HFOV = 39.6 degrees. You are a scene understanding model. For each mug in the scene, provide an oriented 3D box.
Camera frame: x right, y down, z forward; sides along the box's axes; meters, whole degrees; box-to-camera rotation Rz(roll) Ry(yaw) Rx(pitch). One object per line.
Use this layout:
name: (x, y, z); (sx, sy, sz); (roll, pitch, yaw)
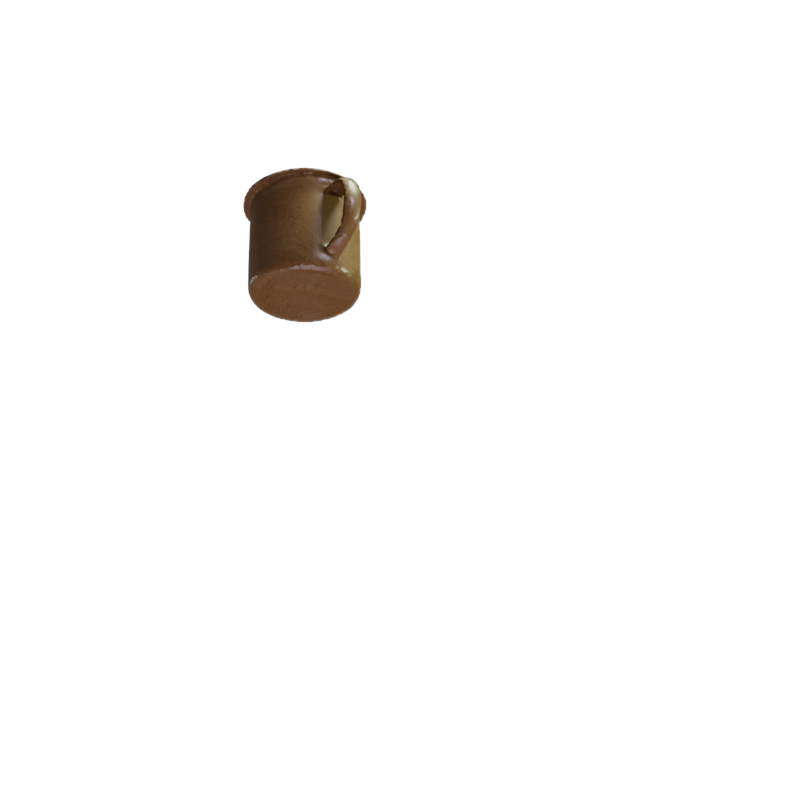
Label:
mug: (-0.063, -0.115, 0.806); (0.089, 0.087, 0.115); (19, -36, -30)
